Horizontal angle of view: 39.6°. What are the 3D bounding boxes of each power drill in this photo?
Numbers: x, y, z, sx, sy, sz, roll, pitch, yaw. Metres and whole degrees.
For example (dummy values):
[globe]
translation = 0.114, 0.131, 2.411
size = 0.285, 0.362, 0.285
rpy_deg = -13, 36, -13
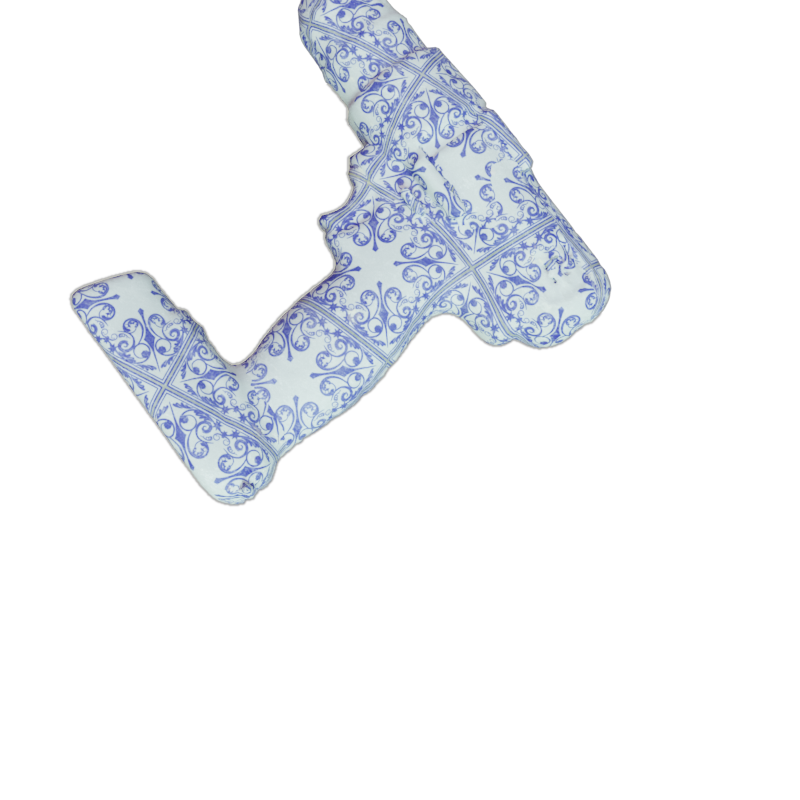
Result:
[power drill]
translation = -0.035, -0.064, 0.451
size = 0.188, 0.190, 0.056
rpy_deg = -36, -11, -8
